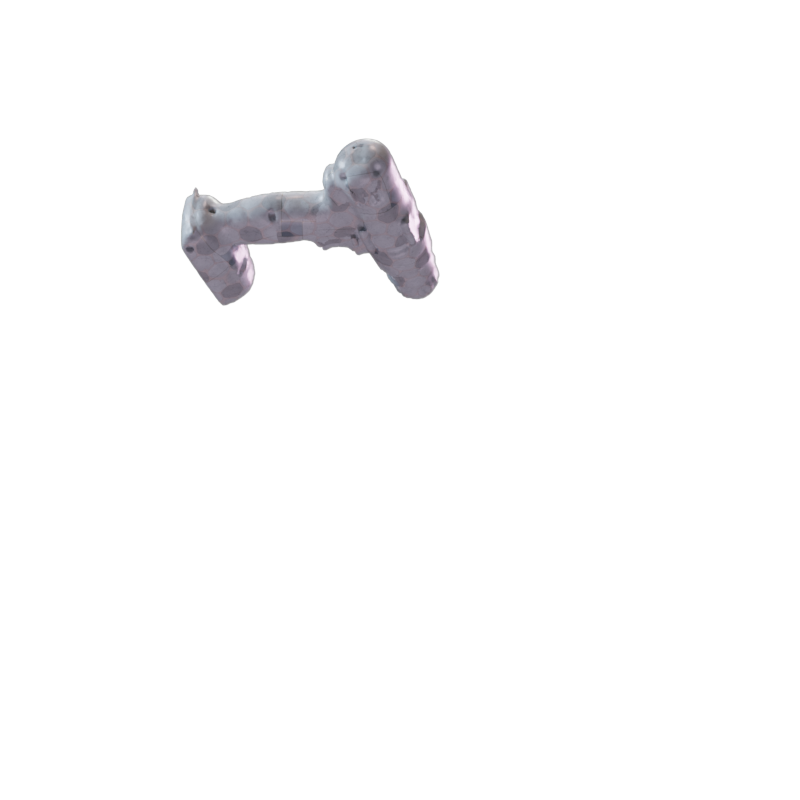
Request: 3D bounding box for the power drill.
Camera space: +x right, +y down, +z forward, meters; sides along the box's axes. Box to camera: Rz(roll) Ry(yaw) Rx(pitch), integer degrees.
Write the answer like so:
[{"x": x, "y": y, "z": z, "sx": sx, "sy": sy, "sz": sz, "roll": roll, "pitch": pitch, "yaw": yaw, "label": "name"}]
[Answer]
[{"x": -0.071, "y": -0.130, "z": 0.909, "sx": 0.190, "sy": 0.061, "sz": 0.170, "roll": -10, "pitch": -36, "yaw": 14, "label": "power drill"}]
